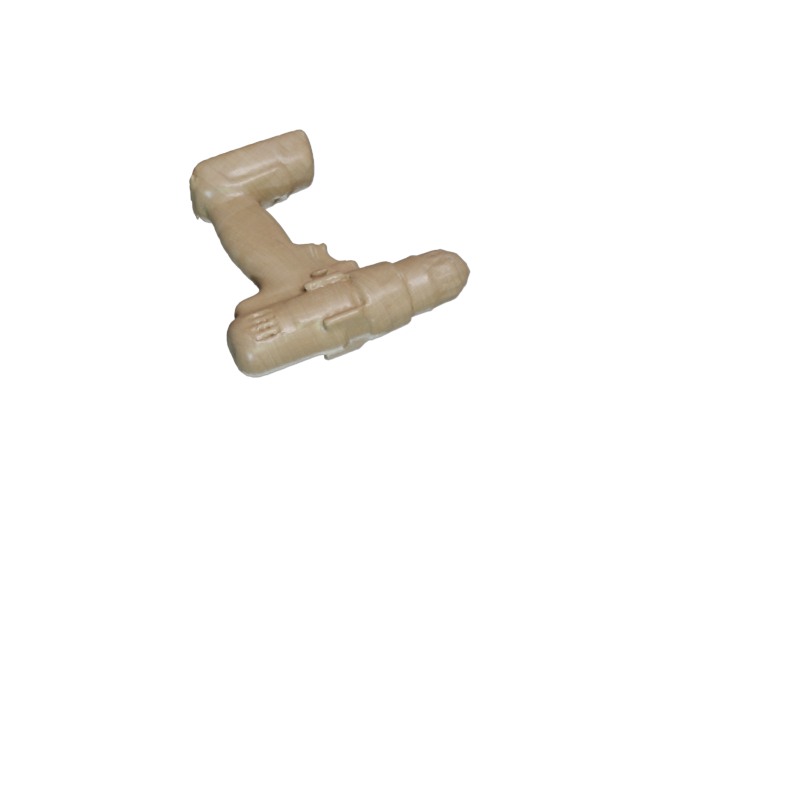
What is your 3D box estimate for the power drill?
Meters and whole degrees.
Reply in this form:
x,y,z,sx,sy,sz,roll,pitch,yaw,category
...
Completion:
x,y,z,sx,sy,sz,roll,pitch,yaw,category
-0.065,-0.119,0.832,0.183,0.202,0.053,-21,-35,-15,power drill
